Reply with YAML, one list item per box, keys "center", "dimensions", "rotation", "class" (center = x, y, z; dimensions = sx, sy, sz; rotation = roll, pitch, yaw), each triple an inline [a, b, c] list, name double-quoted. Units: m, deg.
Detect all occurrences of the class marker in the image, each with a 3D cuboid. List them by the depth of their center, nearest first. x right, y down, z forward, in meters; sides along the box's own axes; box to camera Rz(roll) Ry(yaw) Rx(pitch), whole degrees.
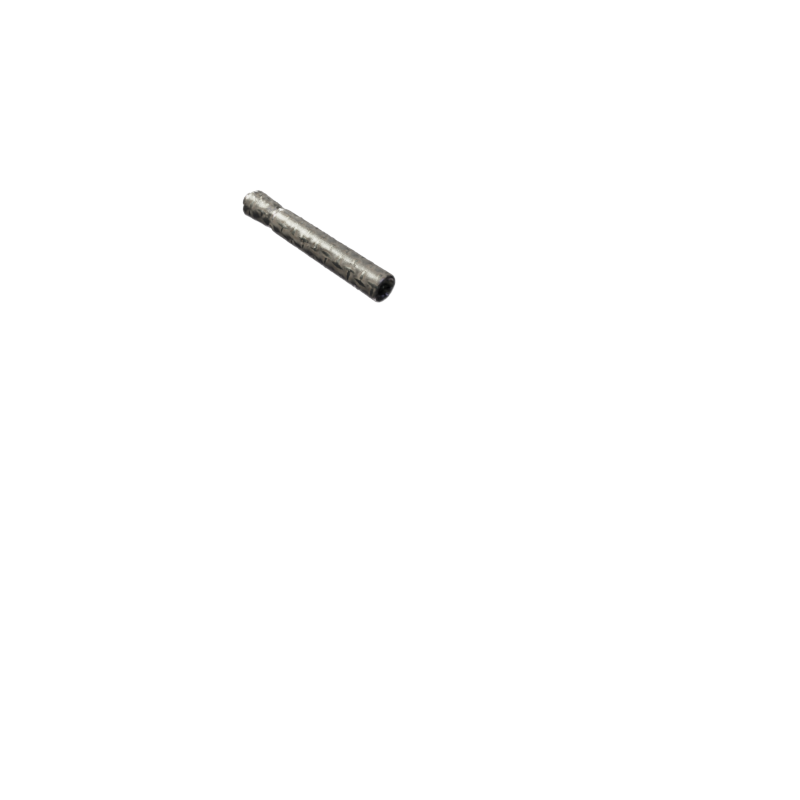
- center: [-0.054, -0.098, 0.685]
  dimensions: [0.129, 0.019, 0.019]
  rotation: [36, 23, 30]
  class: "marker"
